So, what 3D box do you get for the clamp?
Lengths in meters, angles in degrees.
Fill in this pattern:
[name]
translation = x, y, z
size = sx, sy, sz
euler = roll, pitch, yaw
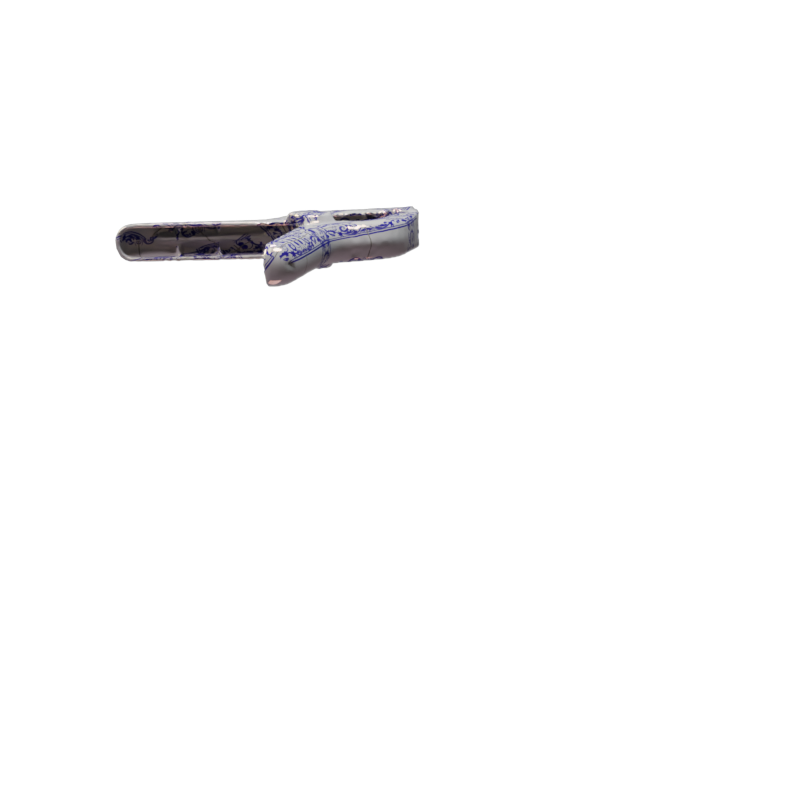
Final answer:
[clamp]
translation = -0.056, -0.103, 0.720
size = 0.204, 0.035, 0.174
euler = -12, 19, -36
